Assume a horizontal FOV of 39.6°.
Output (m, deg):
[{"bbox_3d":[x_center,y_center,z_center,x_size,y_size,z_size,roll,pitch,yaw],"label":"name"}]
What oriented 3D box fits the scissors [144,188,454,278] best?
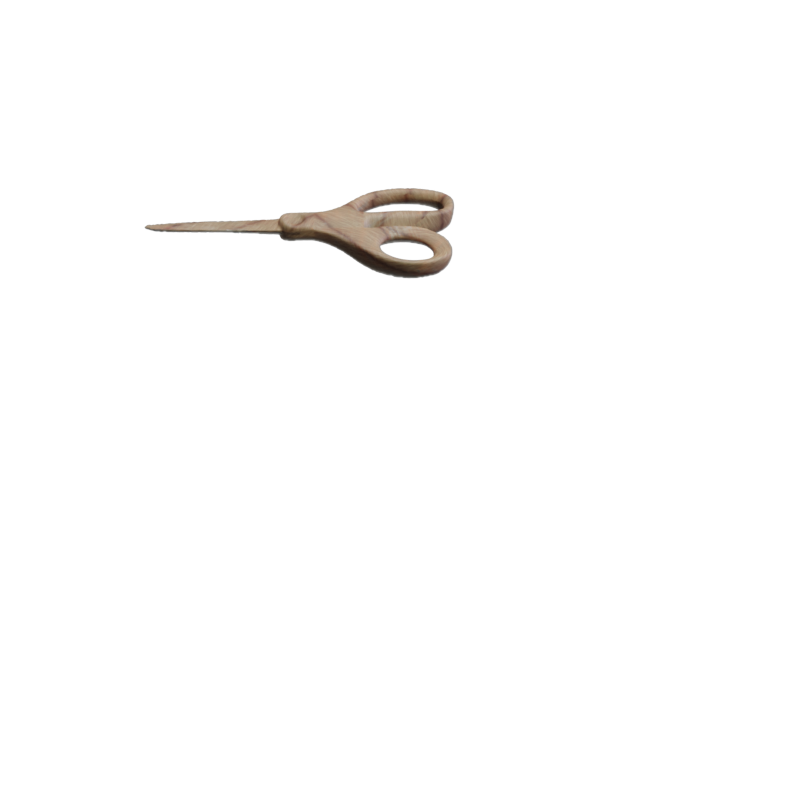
[{"bbox_3d":[-0.055,-0.101,0.707,0.199,0.015,0.104,-12,41,-14],"label":"scissors"}]
